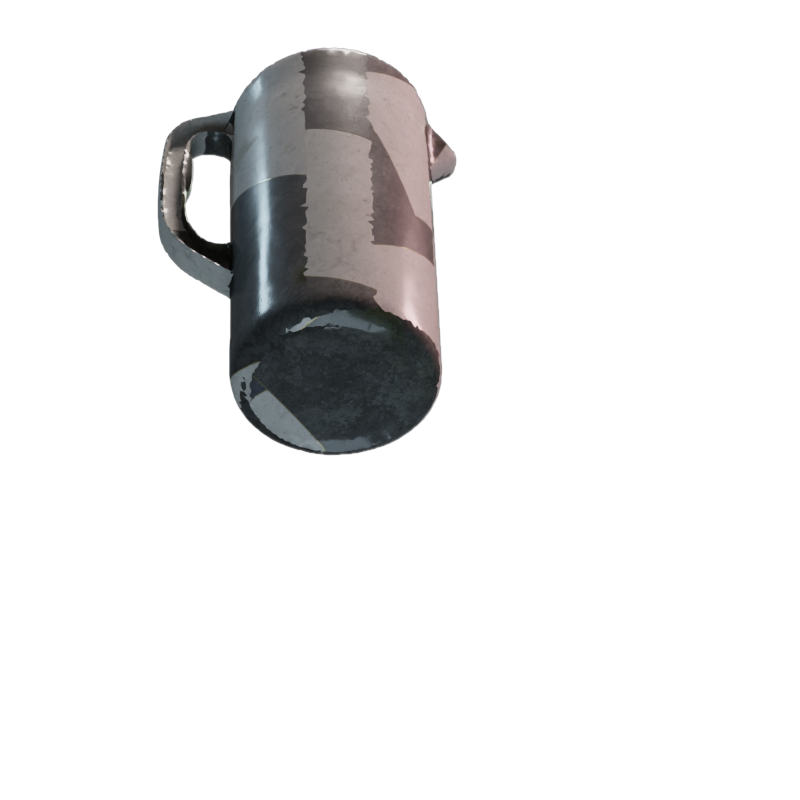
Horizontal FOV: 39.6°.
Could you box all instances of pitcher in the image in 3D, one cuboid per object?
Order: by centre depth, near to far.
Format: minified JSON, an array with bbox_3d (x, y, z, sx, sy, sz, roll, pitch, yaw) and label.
[{"bbox_3d":[-0.051,-0.092,0.646,0.149,0.261,0.135,-28,-52,21],"label":"pitcher"}]
